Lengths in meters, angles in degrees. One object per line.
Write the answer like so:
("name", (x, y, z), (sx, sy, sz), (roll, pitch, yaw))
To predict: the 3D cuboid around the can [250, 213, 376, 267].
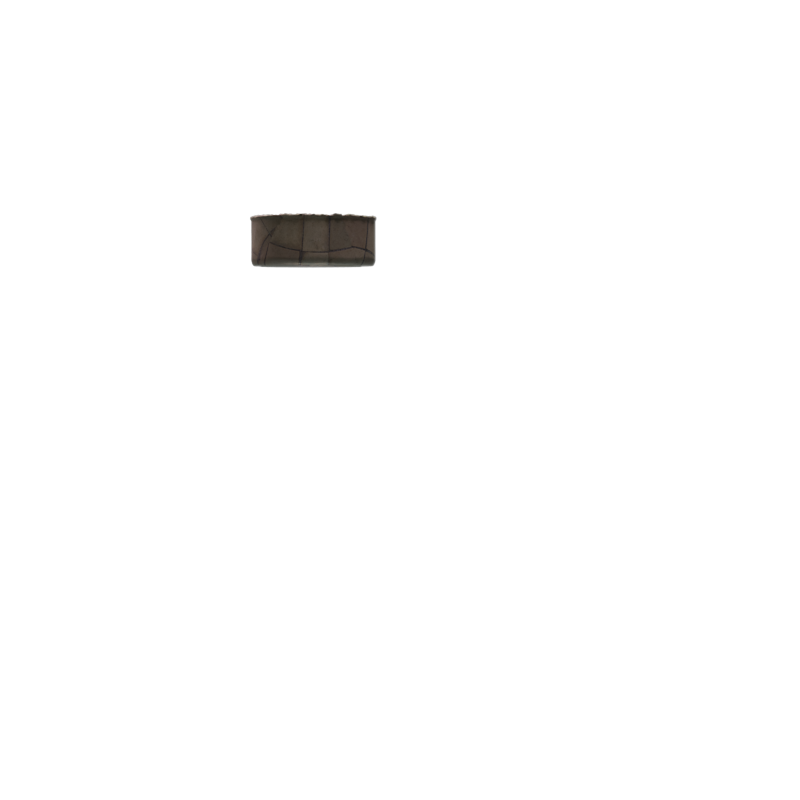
("can", (-0.059, -0.107, 0.750), (0.086, 0.033, 0.086), (0, 5, -2))
